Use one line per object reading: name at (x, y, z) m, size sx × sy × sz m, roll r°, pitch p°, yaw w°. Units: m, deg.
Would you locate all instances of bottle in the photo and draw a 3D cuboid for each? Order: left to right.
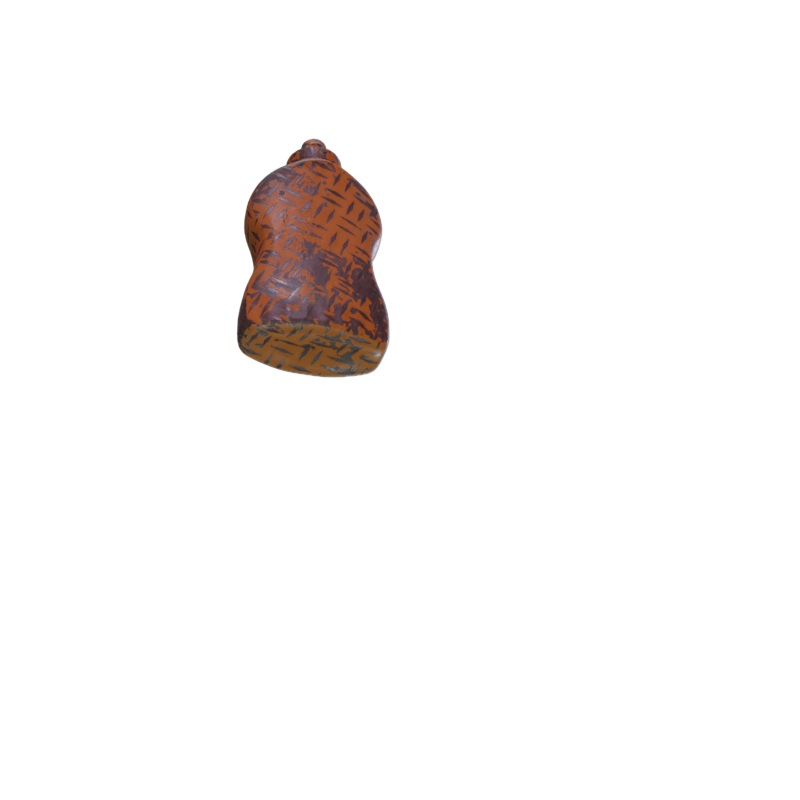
bottle at (-0.060, -0.109, 0.763) m, size 0.094 × 0.206 × 0.055 m, roll 7°, pitch -40°, yaw -12°
